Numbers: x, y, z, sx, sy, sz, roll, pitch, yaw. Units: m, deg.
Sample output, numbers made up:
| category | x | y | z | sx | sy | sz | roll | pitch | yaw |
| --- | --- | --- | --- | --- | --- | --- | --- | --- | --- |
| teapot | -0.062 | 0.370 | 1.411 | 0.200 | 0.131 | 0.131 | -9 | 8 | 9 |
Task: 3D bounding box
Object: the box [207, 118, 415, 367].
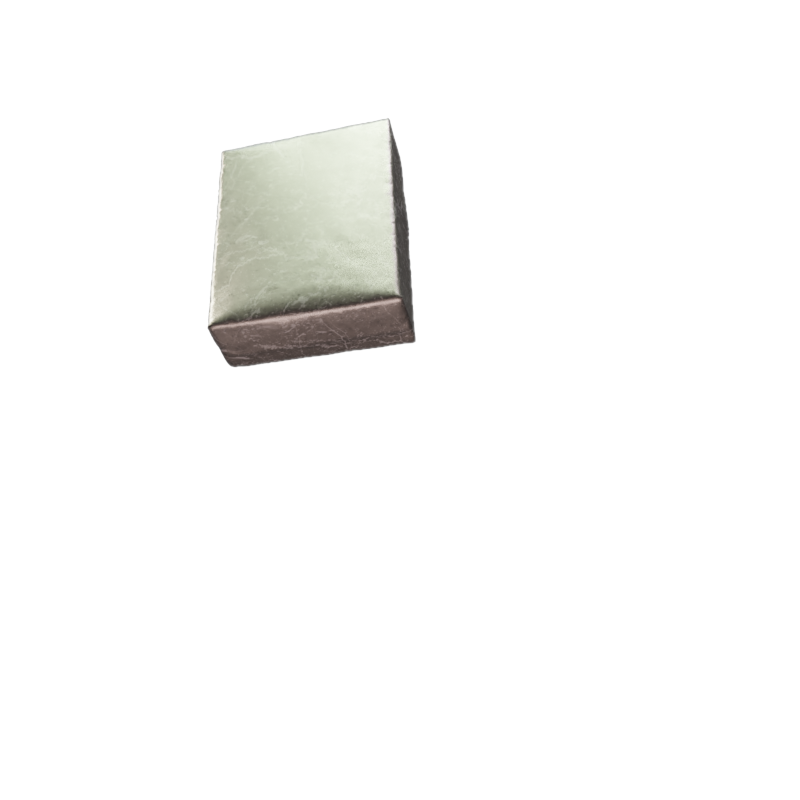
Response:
| category | x | y | z | sx | sy | sz | roll | pitch | yaw |
| --- | --- | --- | --- | --- | --- | --- | --- | --- | --- |
| box | -0.077 | -0.140 | 0.978 | 0.165 | 0.229 | 0.066 | -10 | -39 | 9 |
